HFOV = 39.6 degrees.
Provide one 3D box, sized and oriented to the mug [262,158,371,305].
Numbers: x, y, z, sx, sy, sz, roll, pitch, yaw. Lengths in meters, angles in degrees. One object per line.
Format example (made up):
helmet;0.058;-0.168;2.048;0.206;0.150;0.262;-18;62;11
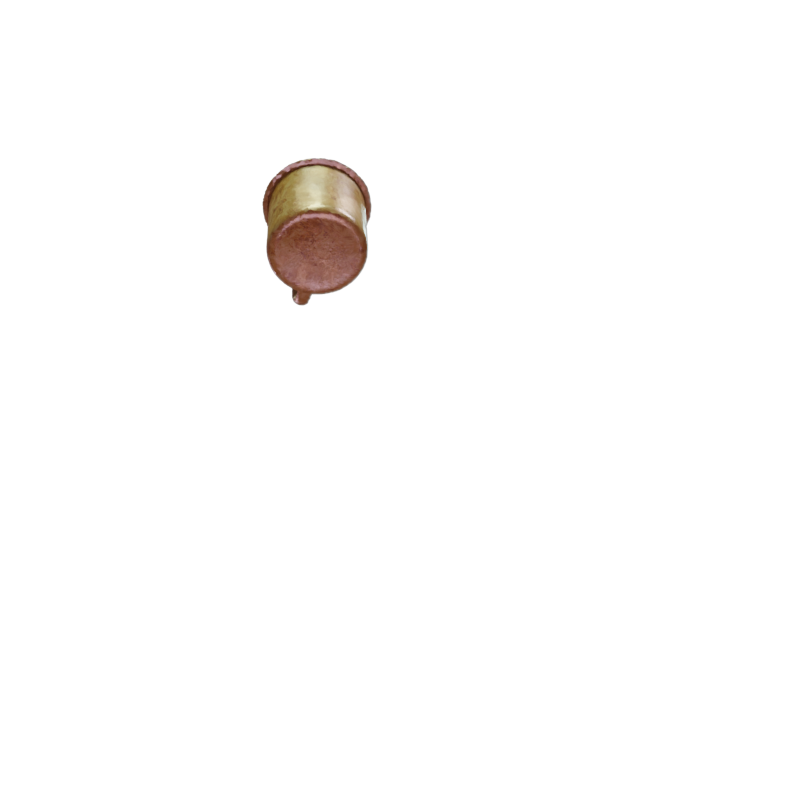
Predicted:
mug;-0.072;-0.131;0.920;0.092;0.112;0.087;14;32;-11
